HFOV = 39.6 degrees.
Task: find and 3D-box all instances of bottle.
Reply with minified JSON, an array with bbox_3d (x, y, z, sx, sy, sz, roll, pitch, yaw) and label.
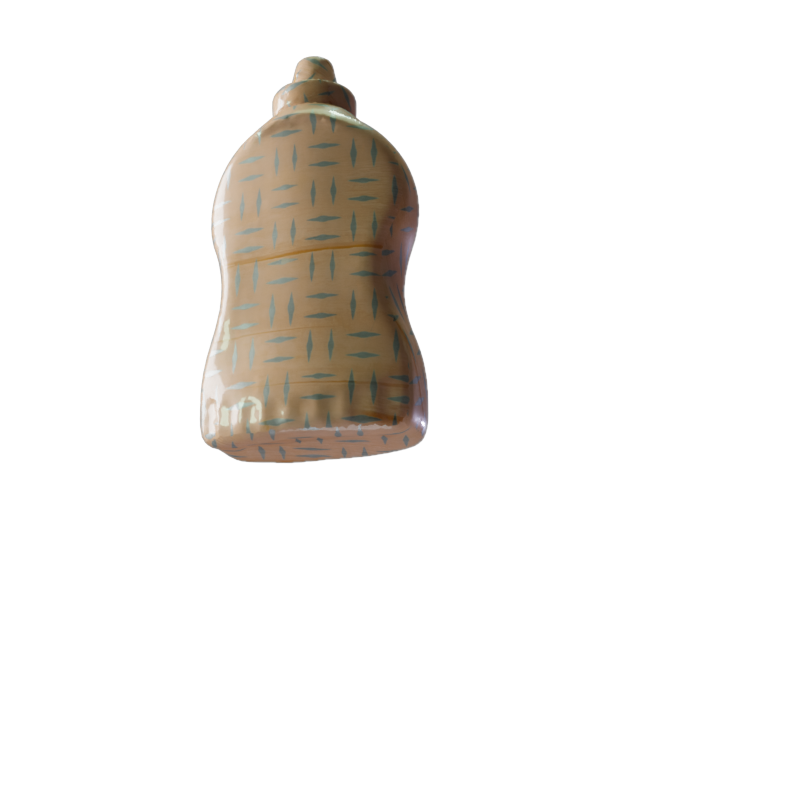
[{"bbox_3d":[-0.039,-0.072,0.506,0.098,0.202,0.054,-9,-23,19],"label":"bottle"}]
